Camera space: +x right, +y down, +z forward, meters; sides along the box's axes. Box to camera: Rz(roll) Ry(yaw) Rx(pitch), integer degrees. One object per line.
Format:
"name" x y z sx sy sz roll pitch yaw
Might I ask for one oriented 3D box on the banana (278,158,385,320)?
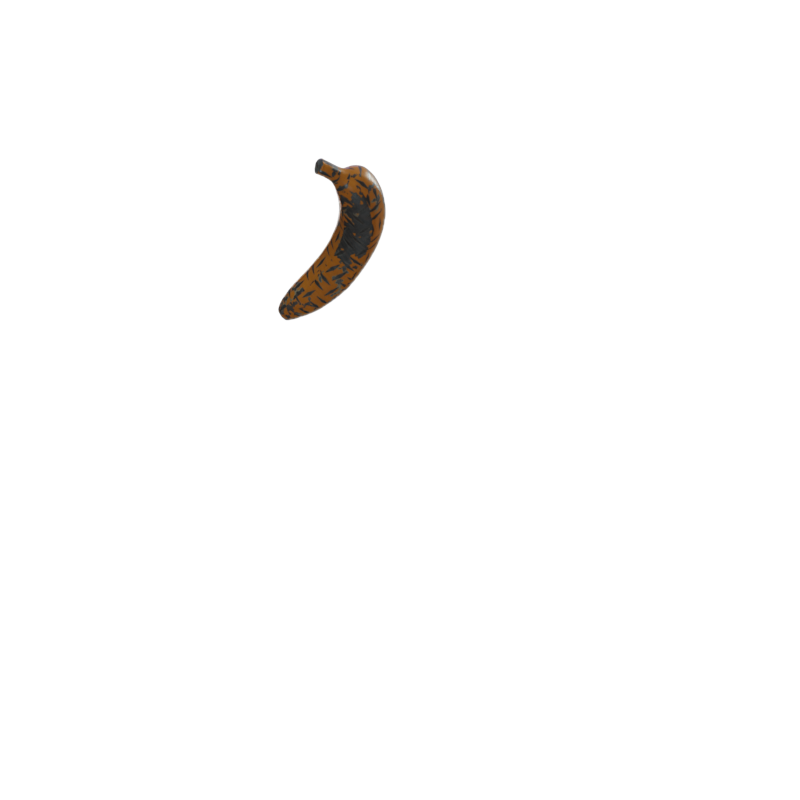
"banana" -0.053 -0.131 0.913 0.068 0.039 0.187 8 -38 -11
